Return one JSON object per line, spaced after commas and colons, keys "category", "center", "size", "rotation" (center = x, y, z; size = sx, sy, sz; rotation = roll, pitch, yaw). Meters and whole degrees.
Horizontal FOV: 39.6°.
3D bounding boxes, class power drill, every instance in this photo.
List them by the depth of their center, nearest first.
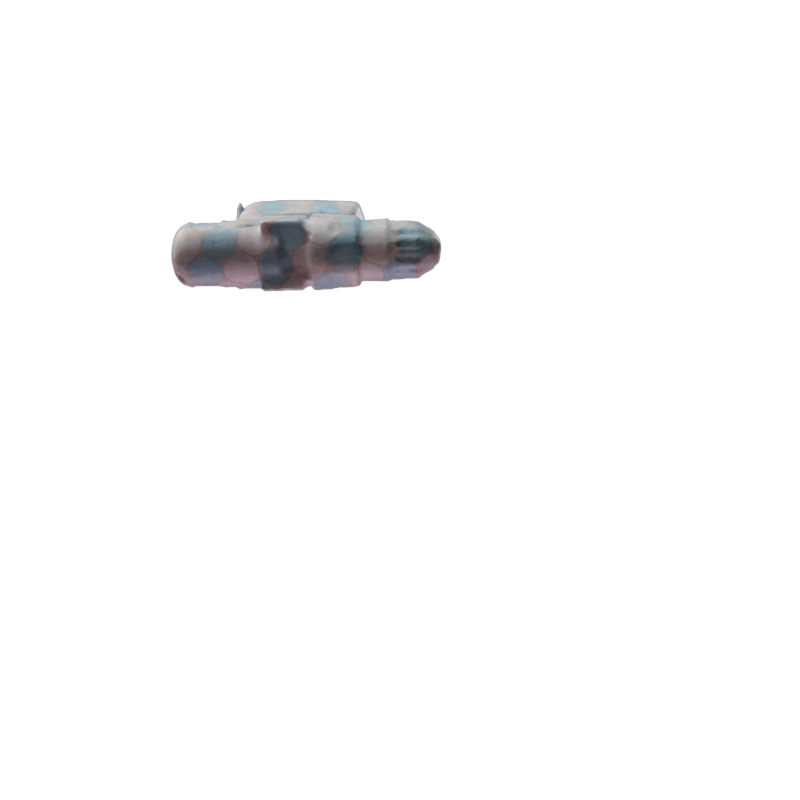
{"category": "power drill", "center": [-0.065, -0.118, 0.827], "size": [0.185, 0.056, 0.190], "rotation": [0, 11, 2]}
